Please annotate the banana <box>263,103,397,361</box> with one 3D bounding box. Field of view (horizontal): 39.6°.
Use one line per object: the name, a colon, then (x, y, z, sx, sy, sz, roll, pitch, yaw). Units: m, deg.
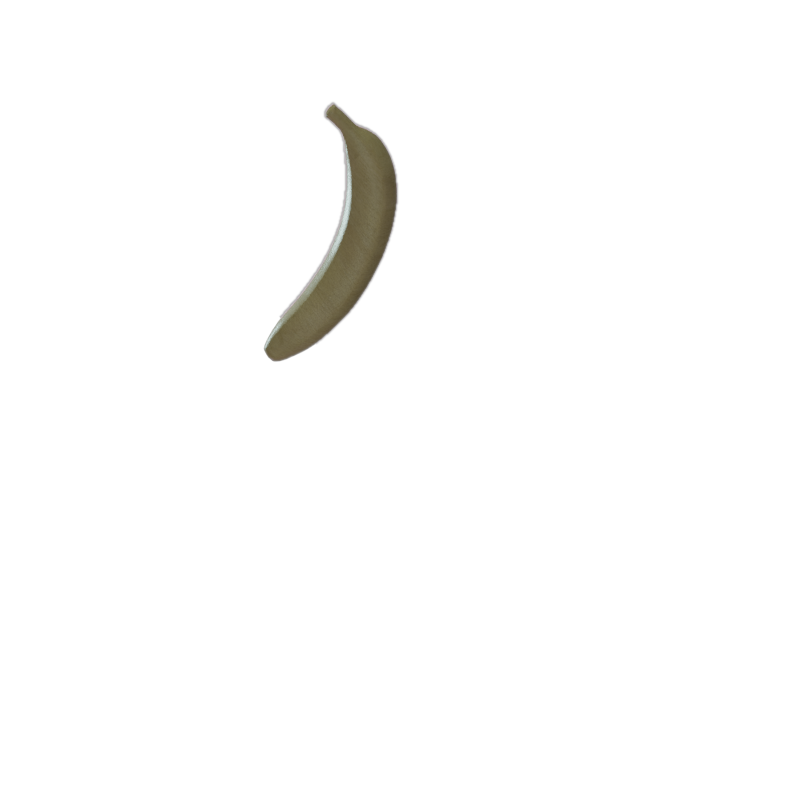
banana: (-0.044, -0.114, 0.806, 0.069, 0.192, 0.038, 14, 16, -6)
